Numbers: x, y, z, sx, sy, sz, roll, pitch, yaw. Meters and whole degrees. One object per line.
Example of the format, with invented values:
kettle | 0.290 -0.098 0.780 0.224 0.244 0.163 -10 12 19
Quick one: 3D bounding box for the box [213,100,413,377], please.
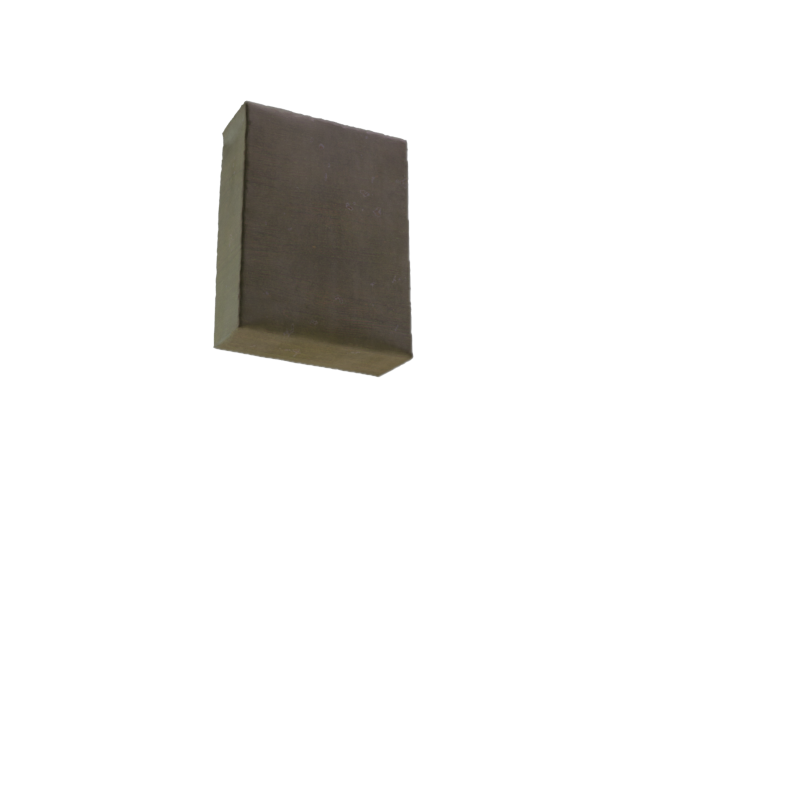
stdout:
box | -0.076 -0.139 0.974 0.158 0.225 0.071 9 -25 -25
